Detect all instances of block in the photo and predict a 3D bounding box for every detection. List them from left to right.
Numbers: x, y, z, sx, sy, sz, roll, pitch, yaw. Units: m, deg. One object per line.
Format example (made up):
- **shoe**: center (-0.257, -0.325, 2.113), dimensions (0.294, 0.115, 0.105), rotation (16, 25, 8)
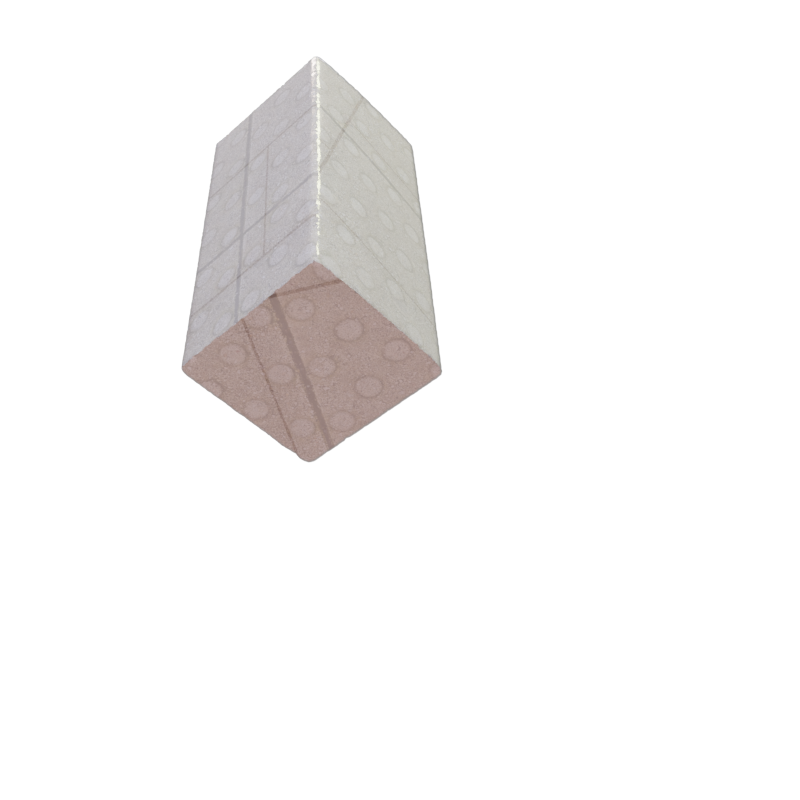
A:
- **block**: center (-0.046, -0.085, 0.594), dimensions (0.090, 0.221, 0.085), rotation (-36, -57, 23)
